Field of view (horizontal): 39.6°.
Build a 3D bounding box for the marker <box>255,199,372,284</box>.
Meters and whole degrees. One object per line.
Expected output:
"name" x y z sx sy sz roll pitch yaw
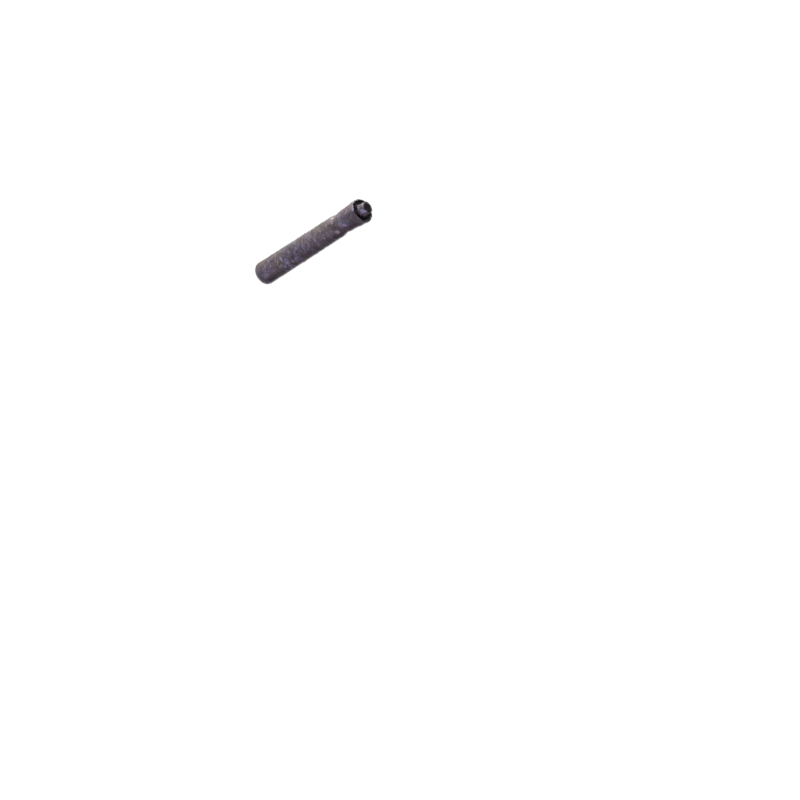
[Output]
"marker" -0.065 -0.118 0.827 0.121 0.020 0.019 -25 -14 41
